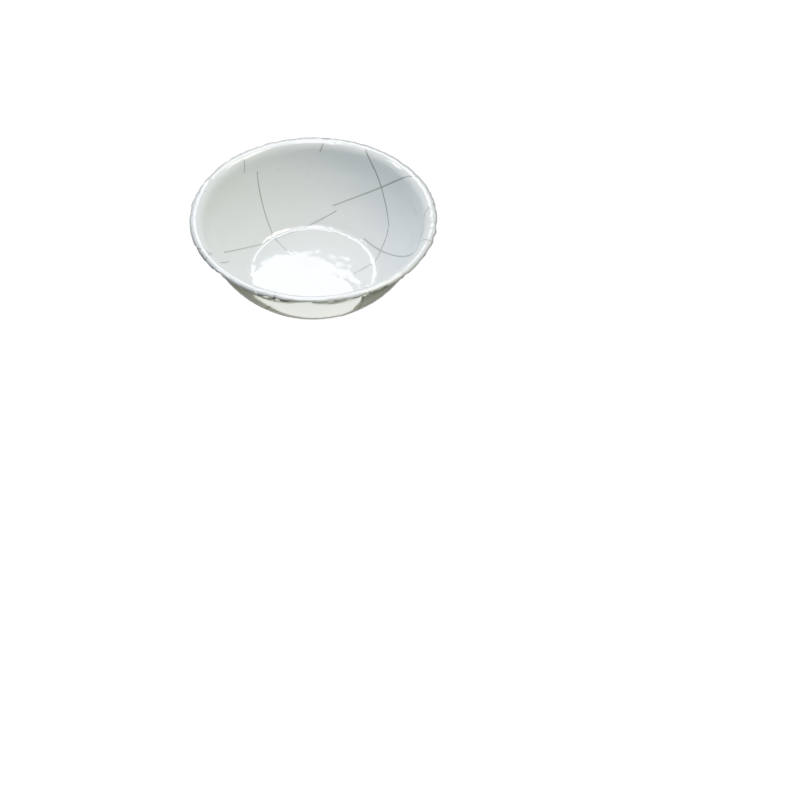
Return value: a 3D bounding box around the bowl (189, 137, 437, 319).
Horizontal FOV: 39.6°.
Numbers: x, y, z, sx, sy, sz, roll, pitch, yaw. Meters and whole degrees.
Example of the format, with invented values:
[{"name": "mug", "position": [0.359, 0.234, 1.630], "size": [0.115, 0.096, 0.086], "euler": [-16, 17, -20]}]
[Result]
[{"name": "bowl", "position": [-0.058, -0.106, 0.742], "size": [0.162, 0.174, 0.051], "euler": [-1, -43, -1]}]
